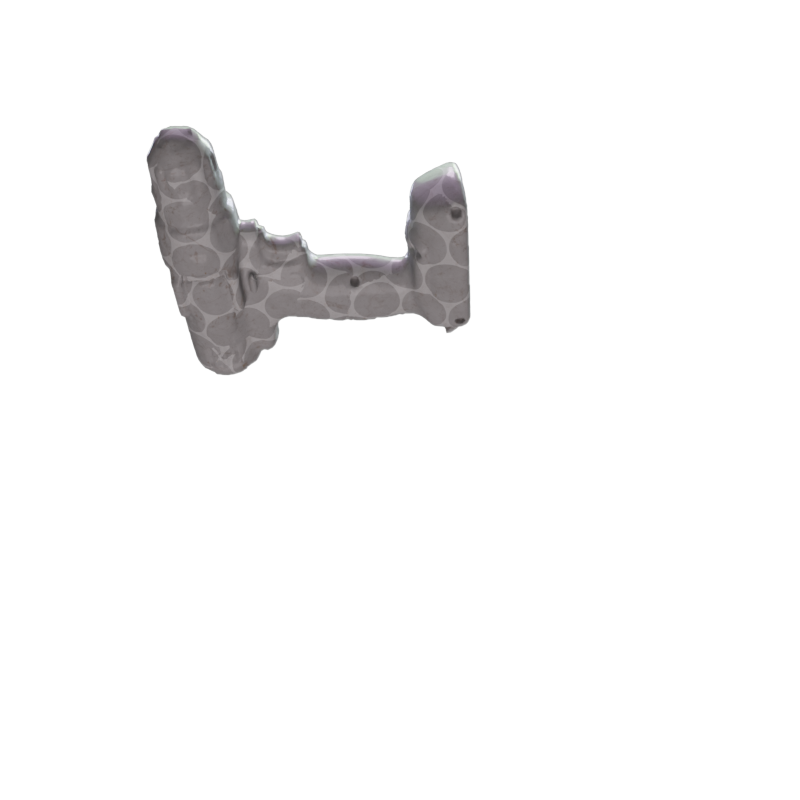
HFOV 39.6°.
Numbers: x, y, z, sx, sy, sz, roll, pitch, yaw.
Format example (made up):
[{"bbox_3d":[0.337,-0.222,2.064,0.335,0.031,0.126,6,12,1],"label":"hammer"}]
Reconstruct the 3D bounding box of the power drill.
[{"bbox_3d":[-0.053,-0.097,0.682,0.188,0.171,0.062,-4,45,4],"label":"power drill"}]
